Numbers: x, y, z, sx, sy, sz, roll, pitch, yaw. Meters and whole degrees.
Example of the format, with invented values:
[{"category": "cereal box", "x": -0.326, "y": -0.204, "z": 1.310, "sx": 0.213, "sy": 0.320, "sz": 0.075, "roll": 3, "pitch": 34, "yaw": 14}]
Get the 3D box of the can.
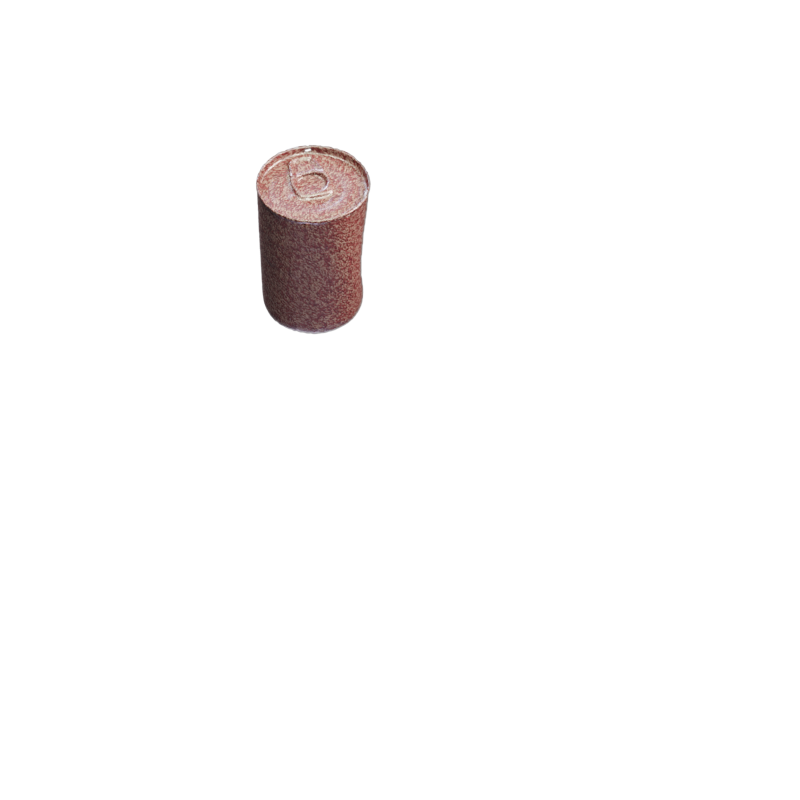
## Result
[{"category": "can", "x": -0.054, "y": -0.099, "z": 0.692, "sx": 0.068, "sy": 0.074, "sz": 0.095, "roll": 0, "pitch": -41, "yaw": -3}]
